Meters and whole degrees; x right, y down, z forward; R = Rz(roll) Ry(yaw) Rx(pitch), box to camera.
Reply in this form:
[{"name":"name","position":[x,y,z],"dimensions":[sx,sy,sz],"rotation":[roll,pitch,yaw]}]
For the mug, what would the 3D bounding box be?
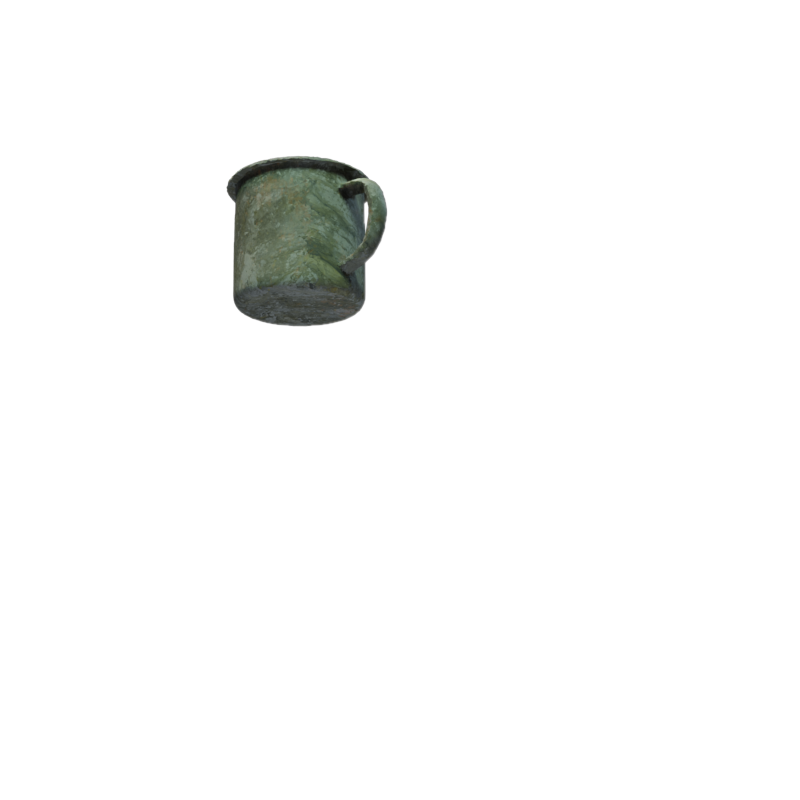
[{"name":"mug","position":[-0.054,-0.098,0.684],"dimensions":[0.119,0.085,0.088],"rotation":[-15,-23,39]}]
